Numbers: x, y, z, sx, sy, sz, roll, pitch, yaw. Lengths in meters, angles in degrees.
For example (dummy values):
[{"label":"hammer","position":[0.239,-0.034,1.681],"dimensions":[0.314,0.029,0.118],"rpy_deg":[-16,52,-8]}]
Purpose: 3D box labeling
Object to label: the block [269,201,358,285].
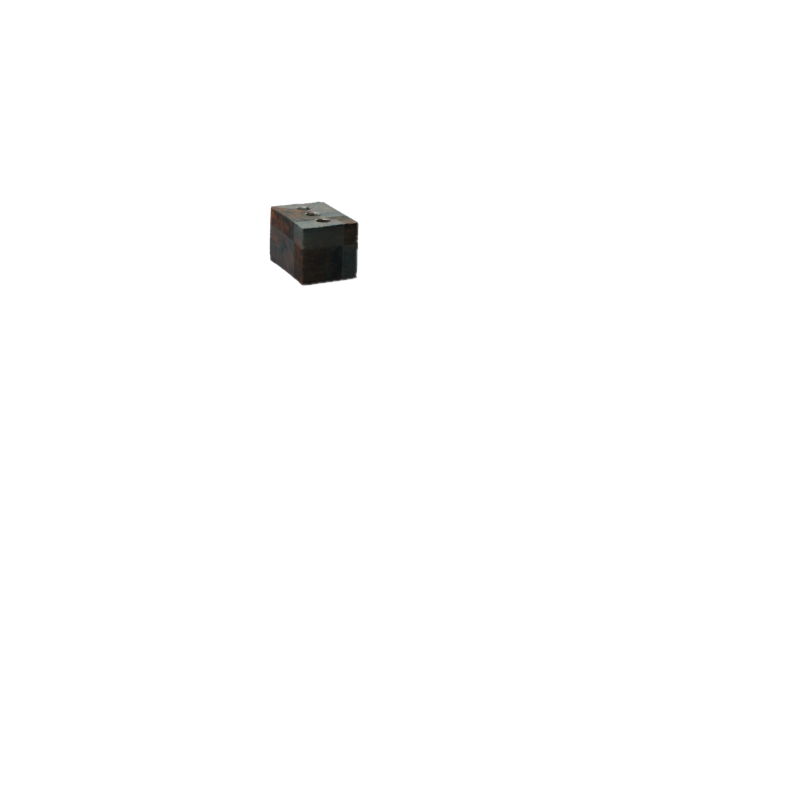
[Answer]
[{"label":"block","position":[-0.075,-0.136,0.955],"dimensions":[0.052,0.049,0.083],"rpy_deg":[-9,24,-24]}]
